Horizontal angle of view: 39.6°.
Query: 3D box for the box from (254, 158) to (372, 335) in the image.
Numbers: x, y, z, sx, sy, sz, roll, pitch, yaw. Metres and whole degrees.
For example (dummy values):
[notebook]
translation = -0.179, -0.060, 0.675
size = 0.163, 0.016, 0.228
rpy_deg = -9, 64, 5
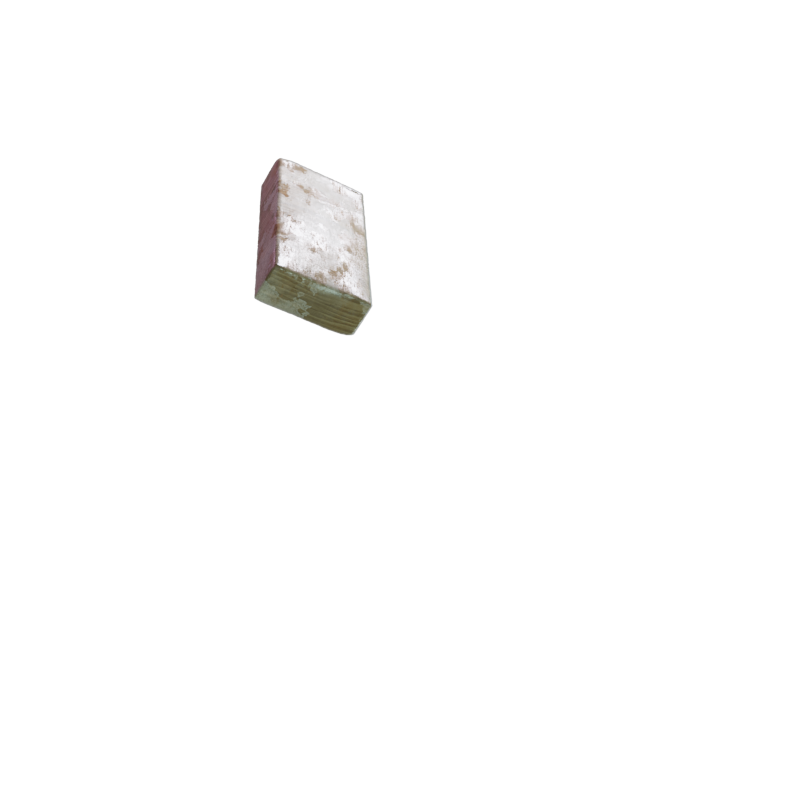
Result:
[box]
translation = -0.076, -0.139, 0.973
size = 0.090, 0.046, 0.189
rpy_deg = 21, 37, -20
